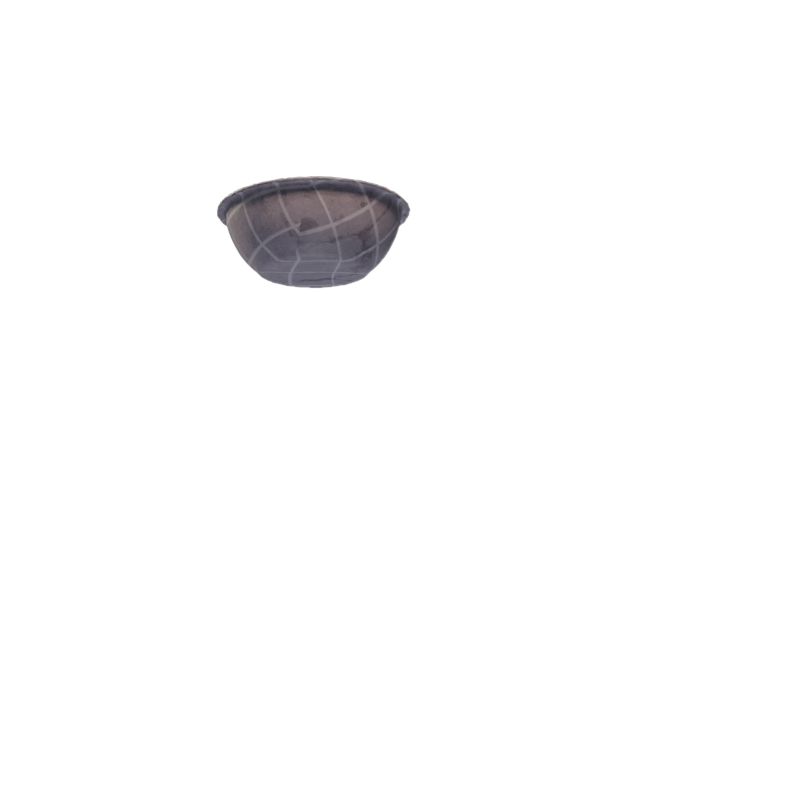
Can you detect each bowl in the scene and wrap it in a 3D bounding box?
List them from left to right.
[{"bbox_3d":[-0.072,-0.132,0.922,0.162,0.057,0.157,0,-11,-2],"label":"bowl"}]
